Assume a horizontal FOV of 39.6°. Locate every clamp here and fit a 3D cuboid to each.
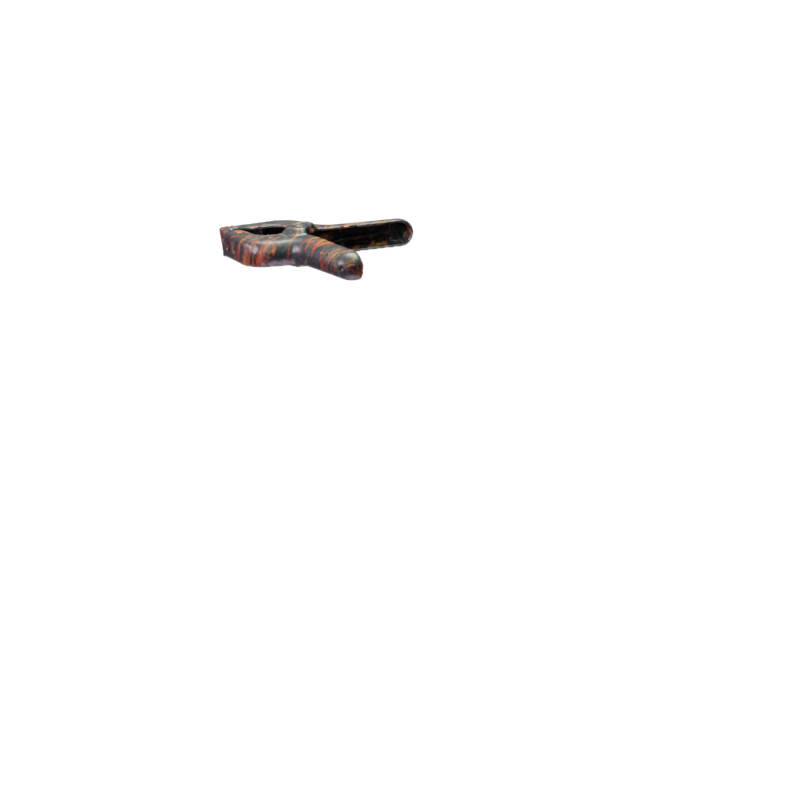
[{"bbox_3d":[-0.077,-0.140,0.980,0.180,0.038,0.119,13,23,32],"label":"clamp"}]
